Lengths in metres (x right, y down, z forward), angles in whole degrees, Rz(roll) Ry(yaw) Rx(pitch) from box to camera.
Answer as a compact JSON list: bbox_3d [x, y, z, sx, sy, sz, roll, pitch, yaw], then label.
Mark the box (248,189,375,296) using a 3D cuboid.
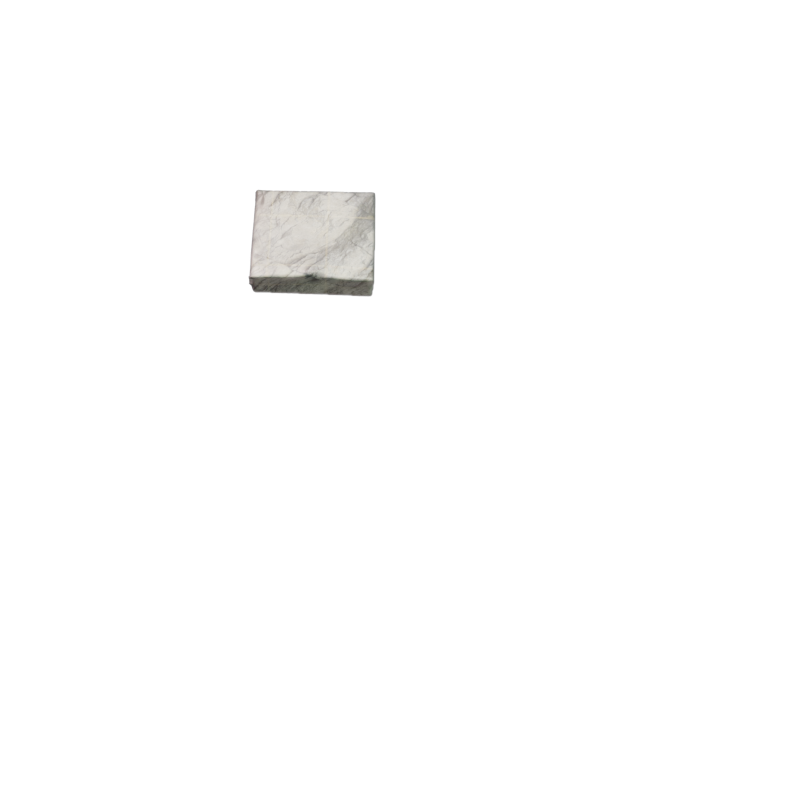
[{"bbox_3d":[-0.063,-0.115,0.803,0.089,0.077,0.028,2,-27,0],"label":"box"}]
